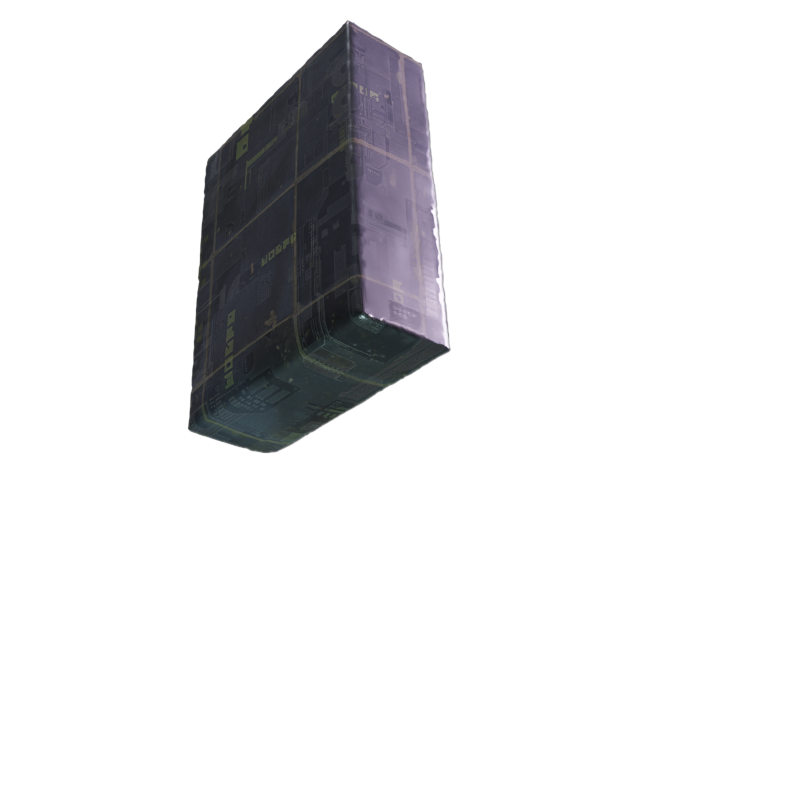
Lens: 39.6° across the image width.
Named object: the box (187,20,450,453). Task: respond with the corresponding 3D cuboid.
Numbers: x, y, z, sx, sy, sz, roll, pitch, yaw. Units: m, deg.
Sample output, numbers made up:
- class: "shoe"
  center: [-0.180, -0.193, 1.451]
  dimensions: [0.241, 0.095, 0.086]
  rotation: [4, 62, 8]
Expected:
- class: "box"
  center: [-0.053, -0.096, 0.675]
  dimensions: [0.068, 0.229, 0.162]
  rotation: [24, -41, -34]
